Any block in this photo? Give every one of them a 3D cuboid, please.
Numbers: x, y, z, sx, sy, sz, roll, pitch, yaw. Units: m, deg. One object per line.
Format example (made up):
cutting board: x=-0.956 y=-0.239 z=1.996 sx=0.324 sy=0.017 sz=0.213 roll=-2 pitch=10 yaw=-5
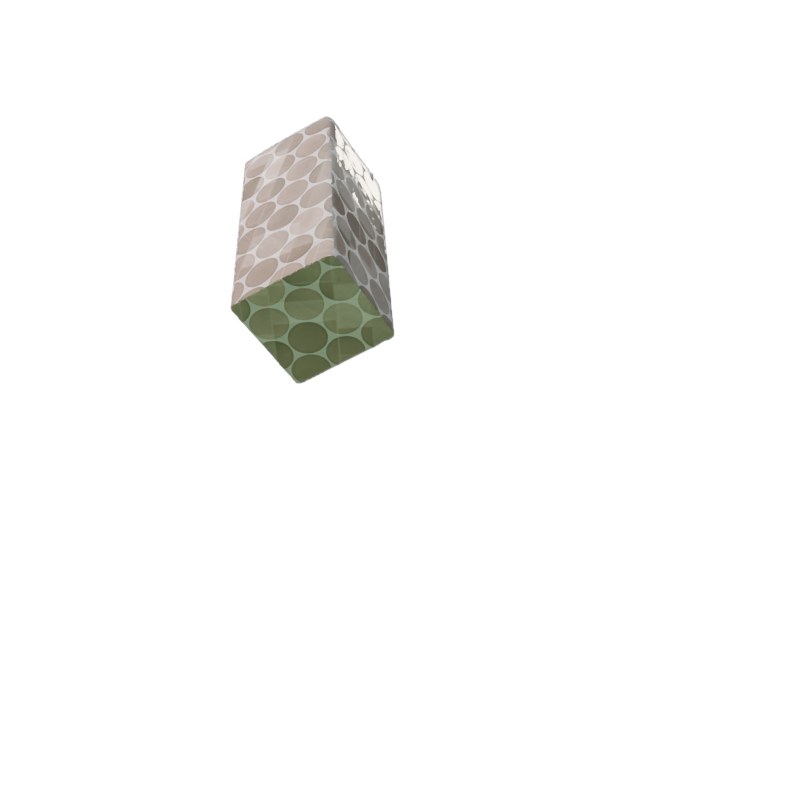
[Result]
block: x=-0.069 y=-0.127 z=0.886 sx=0.090 sy=0.084 sz=0.221 roll=-27 pitch=36 yaw=17
